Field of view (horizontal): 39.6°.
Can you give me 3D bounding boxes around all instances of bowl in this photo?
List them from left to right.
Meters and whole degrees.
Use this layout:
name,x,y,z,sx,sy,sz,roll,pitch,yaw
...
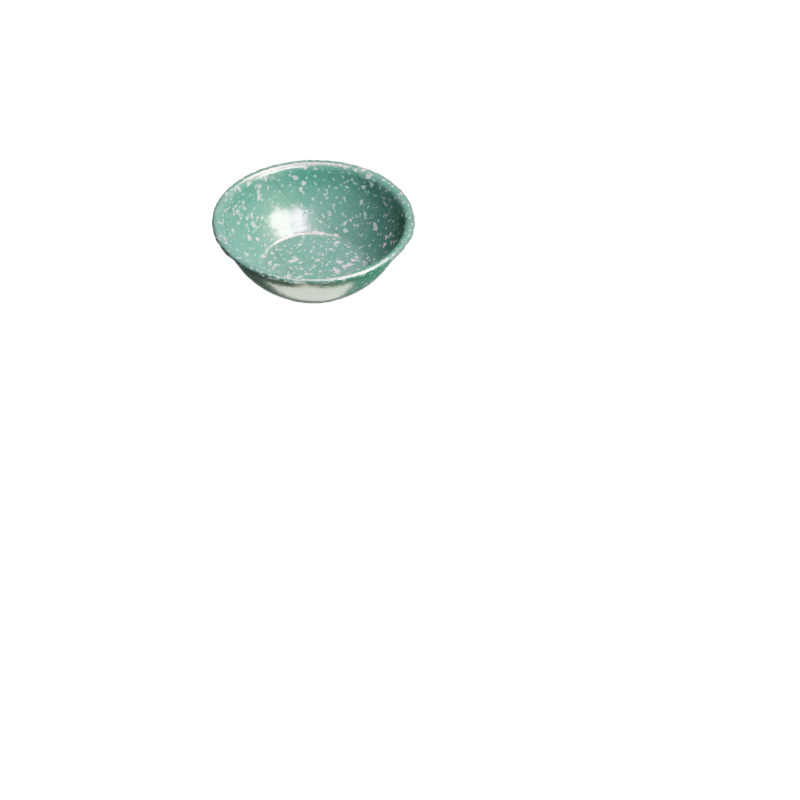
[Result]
name,x,y,z,sx,sy,sz,roll,pitch,yaw
bowl,-0.070,-0.128,0.899,0.162,0.051,0.174,-1,43,-1
